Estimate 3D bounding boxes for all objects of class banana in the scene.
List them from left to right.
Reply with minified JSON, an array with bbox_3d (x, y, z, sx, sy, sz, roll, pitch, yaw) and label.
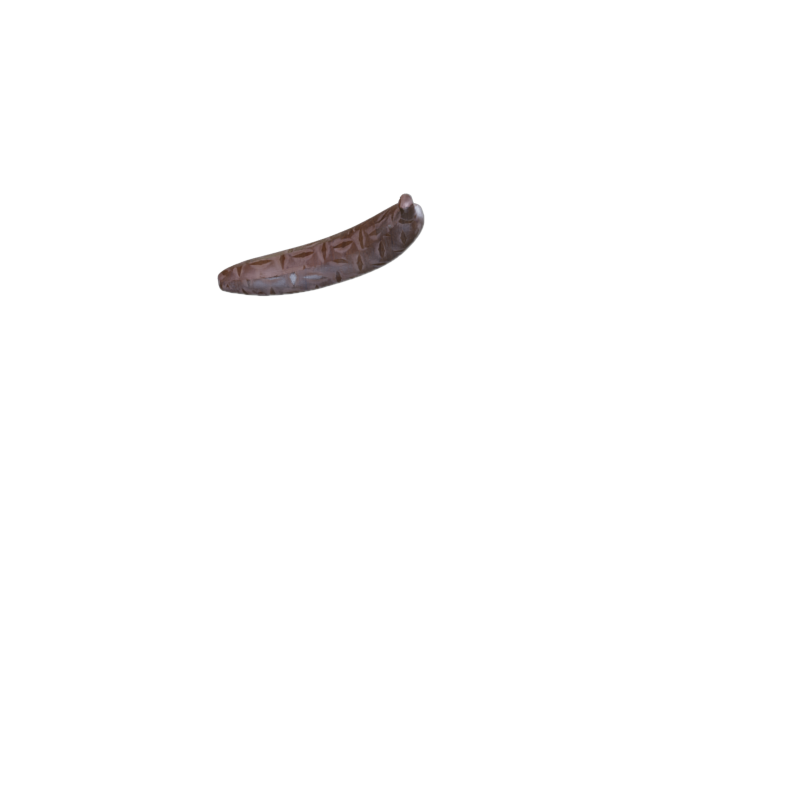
[{"bbox_3d":[-0.052,-0.117,0.859,0.199,0.039,0.065,-19,-32,34],"label":"banana"}]
